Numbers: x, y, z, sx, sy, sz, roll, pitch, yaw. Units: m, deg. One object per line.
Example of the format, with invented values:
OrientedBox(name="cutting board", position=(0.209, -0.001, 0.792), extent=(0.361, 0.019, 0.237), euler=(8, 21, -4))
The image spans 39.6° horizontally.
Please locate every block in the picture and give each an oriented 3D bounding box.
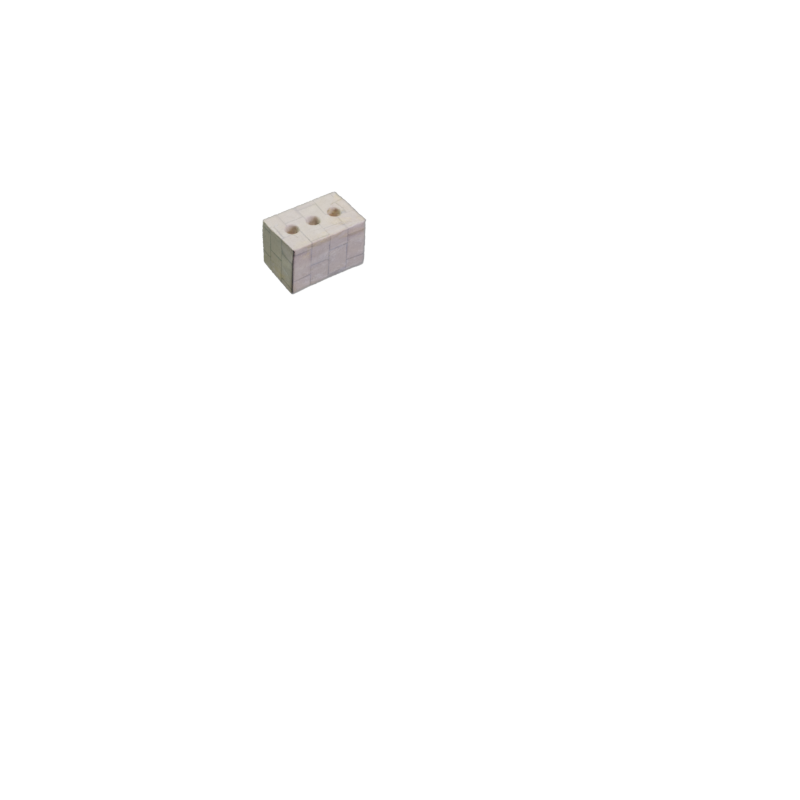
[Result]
OrientedBox(name="block", position=(-0.077, -0.140, 0.981), extent=(0.078, 0.048, 0.057), euler=(-26, 51, -25))
